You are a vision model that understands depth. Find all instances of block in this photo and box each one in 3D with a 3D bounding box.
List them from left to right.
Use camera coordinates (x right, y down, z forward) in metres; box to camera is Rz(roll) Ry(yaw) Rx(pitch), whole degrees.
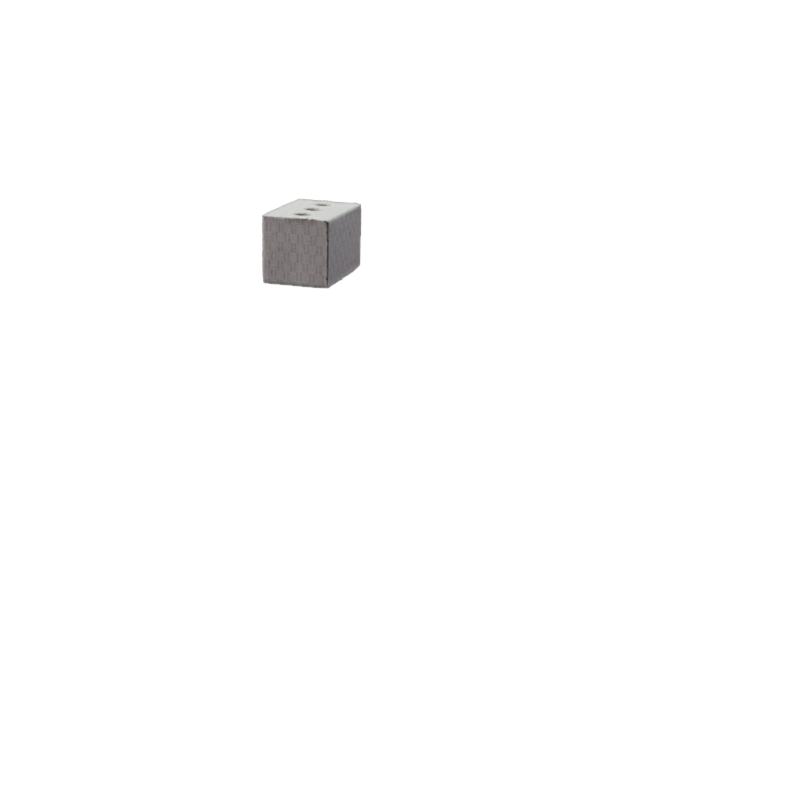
[{"bbox_3d":[-0.065,-0.118,0.825,0.054,0.049,0.079,5,18,16],"label":"block"}]
